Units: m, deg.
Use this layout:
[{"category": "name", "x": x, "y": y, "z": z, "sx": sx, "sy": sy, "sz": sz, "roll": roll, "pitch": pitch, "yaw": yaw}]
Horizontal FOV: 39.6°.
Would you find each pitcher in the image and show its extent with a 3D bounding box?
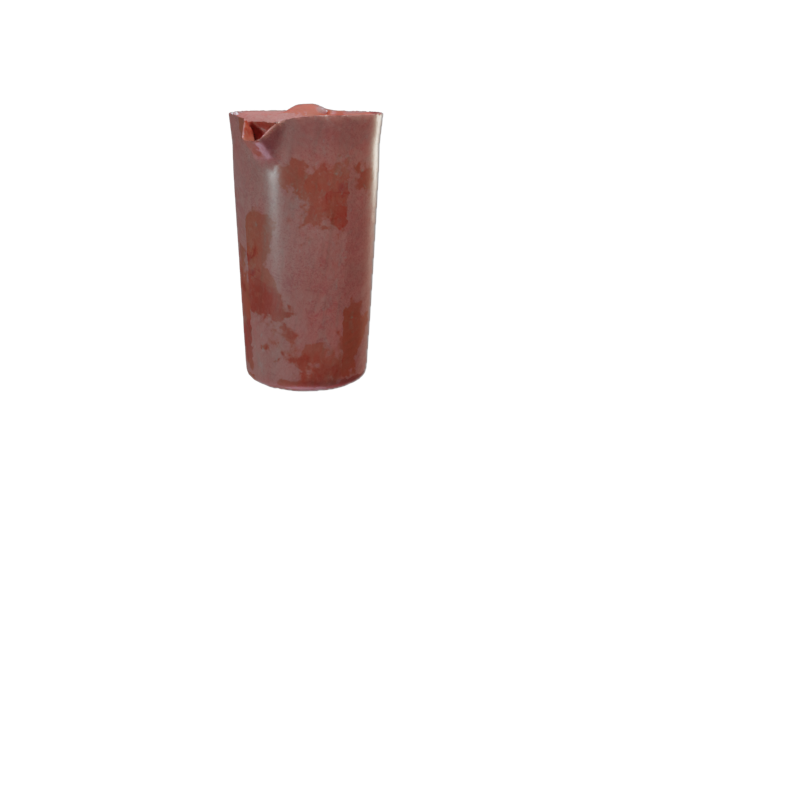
[{"category": "pitcher", "x": -0.077, "y": -0.140, "z": 0.982, "sx": 0.146, "sy": 0.237, "sz": 0.151, "roll": -3, "pitch": 12, "yaw": -16}]
